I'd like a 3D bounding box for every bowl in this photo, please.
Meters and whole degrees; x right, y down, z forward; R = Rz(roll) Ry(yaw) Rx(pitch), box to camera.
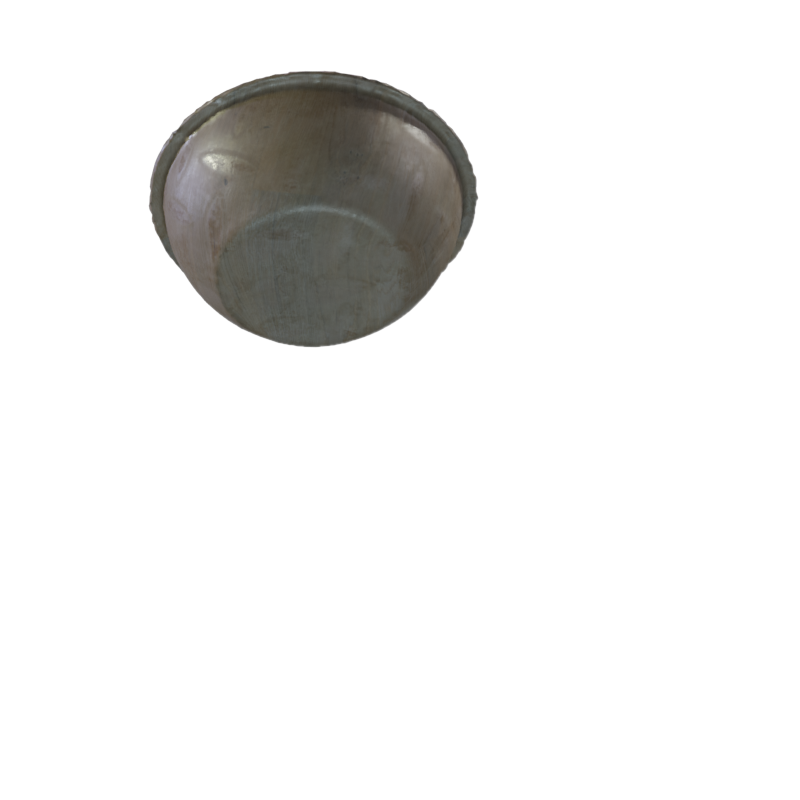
[{"bbox_3d":[-0.042,-0.076,0.531,0.162,0.059,0.151,1,-44,-1],"label":"bowl"}]
